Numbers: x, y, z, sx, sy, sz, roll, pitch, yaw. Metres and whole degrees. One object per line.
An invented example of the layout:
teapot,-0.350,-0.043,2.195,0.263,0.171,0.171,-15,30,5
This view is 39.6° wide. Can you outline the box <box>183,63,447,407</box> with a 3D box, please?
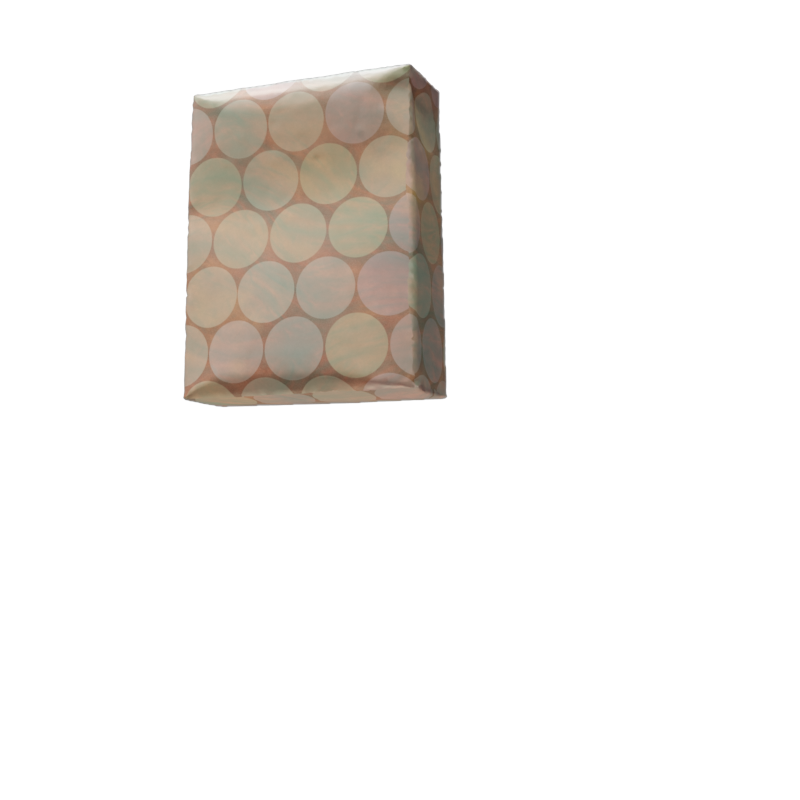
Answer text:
box,-0.058,-0.106,0.742,0.168,0.220,0.068,-4,-12,21
